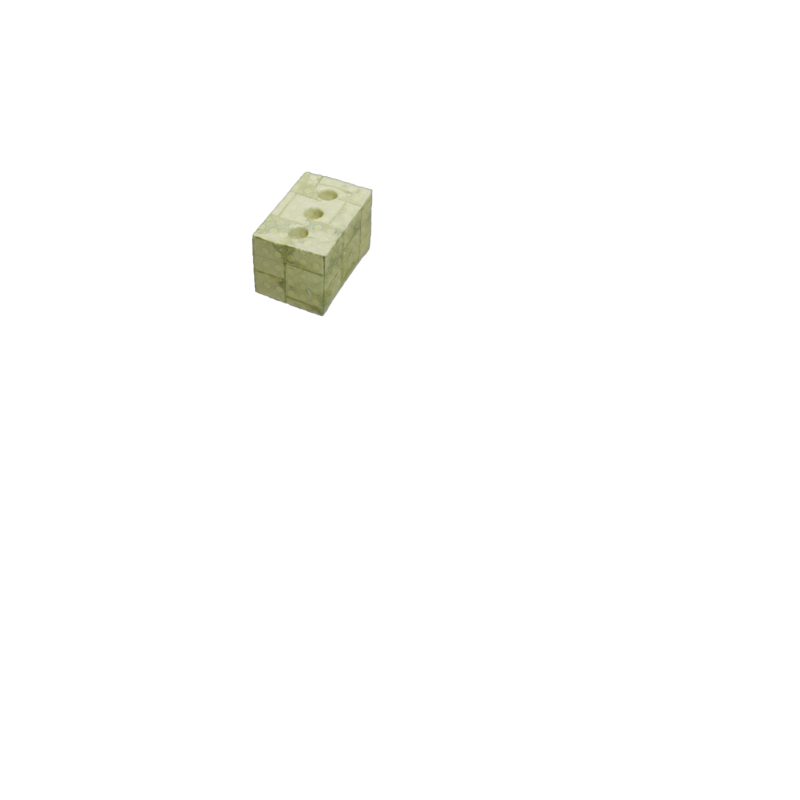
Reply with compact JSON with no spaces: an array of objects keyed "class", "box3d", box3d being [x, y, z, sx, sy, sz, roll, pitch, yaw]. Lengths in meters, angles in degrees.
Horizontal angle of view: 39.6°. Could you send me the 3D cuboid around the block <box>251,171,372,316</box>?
[{"class":"block","box3d":[-0.057,-0.105,0.733,0.054,0.048,0.081,17,46,15]}]
